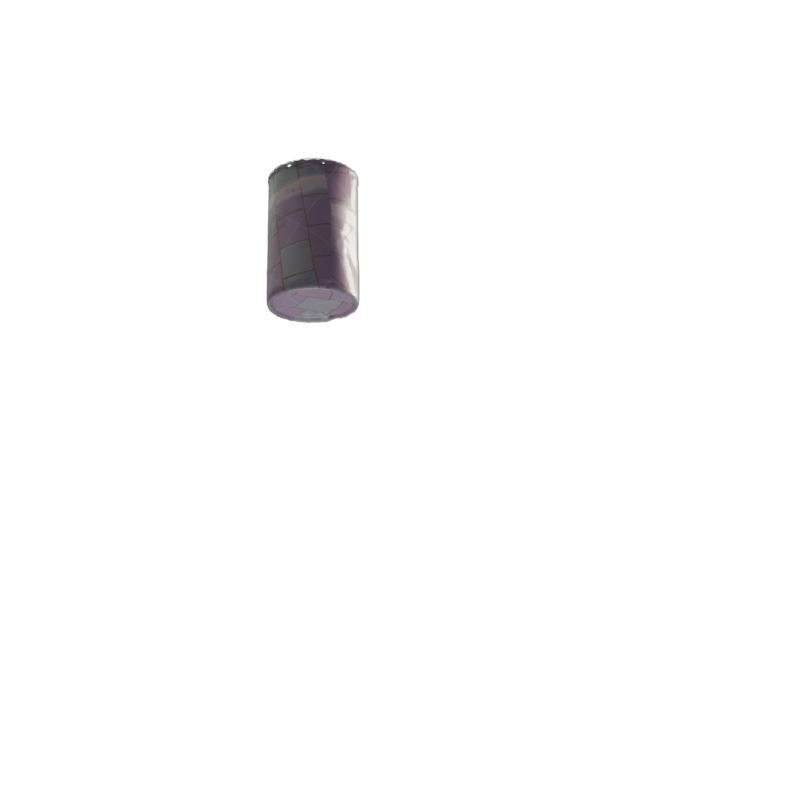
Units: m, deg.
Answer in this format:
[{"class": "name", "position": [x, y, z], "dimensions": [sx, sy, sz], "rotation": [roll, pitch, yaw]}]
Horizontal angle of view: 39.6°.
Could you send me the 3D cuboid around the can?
[{"class": "can", "position": [-0.063, -0.115, 0.805], "dimensions": [0.068, 0.108, 0.065], "rotation": [0, -23, -2]}]
